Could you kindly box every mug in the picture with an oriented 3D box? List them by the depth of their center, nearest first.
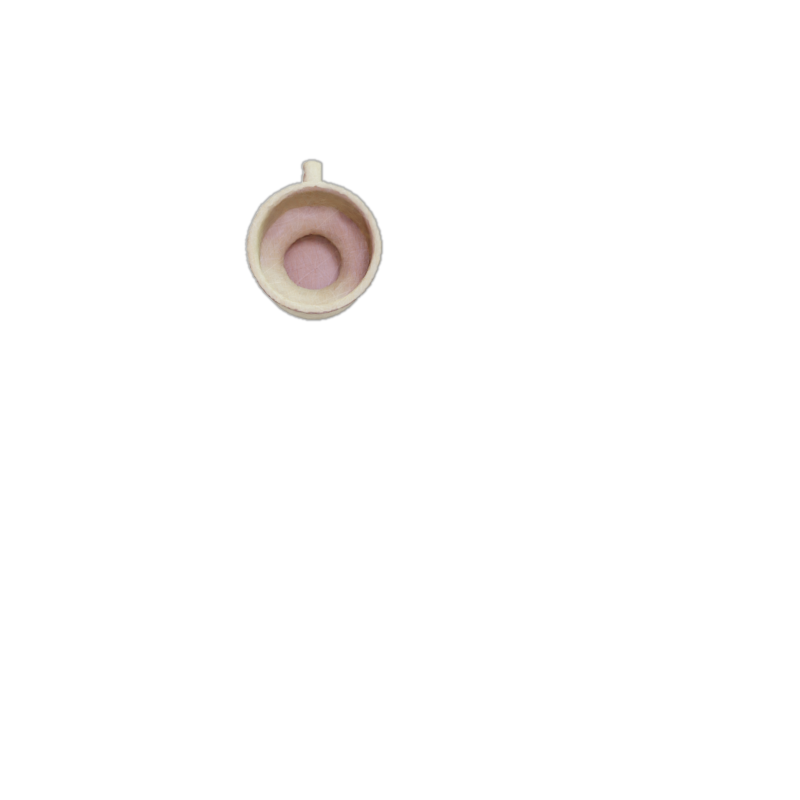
[{"bbox_3d":[-0.063,-0.114,0.800,0.093,0.120,0.080,-4,-9,-3],"label":"mug"}]
